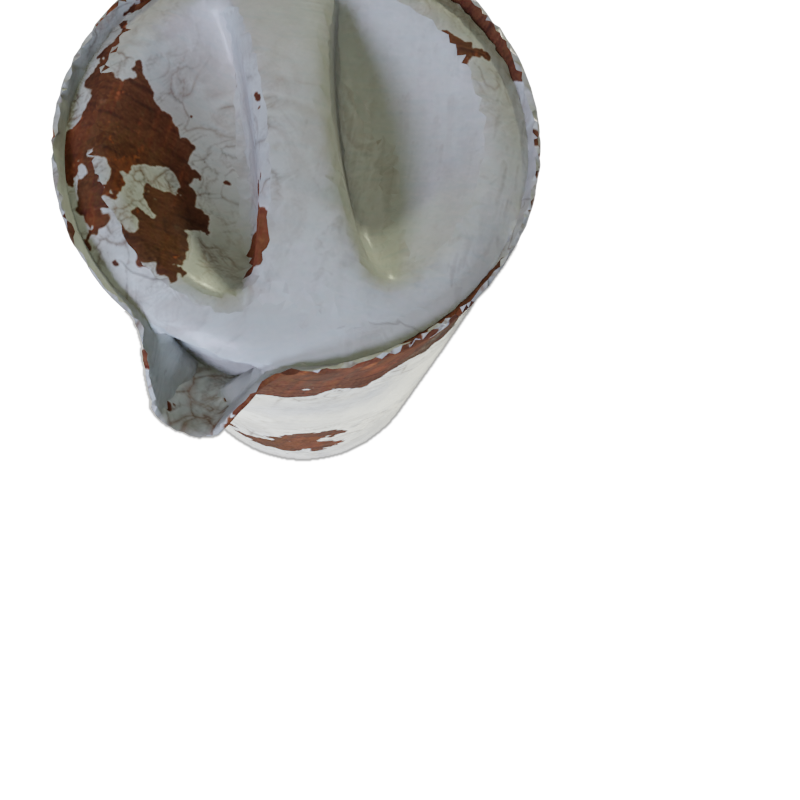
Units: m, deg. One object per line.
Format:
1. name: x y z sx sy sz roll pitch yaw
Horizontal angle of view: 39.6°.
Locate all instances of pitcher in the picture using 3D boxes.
1. pitcher: -0.032 -0.059 0.412 0.149 0.151 0.234 -25 -11 -9
